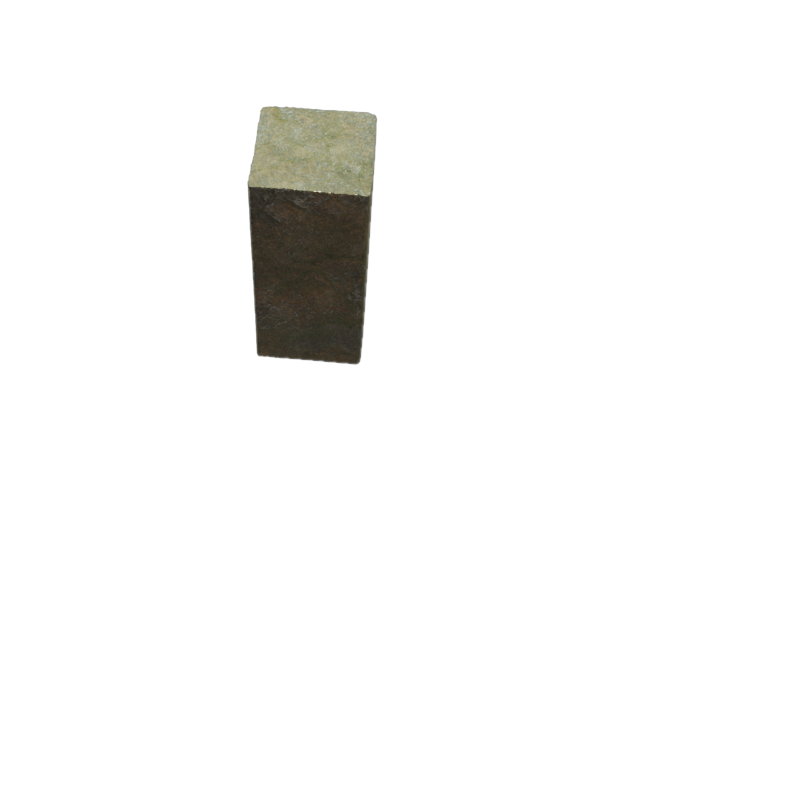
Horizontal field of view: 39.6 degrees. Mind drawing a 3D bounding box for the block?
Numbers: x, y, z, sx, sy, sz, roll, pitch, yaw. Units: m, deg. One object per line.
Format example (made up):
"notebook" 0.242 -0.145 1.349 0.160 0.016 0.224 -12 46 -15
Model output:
"block" -0.069 -0.128 0.891 0.091 0.096 0.192 5 -37 0
